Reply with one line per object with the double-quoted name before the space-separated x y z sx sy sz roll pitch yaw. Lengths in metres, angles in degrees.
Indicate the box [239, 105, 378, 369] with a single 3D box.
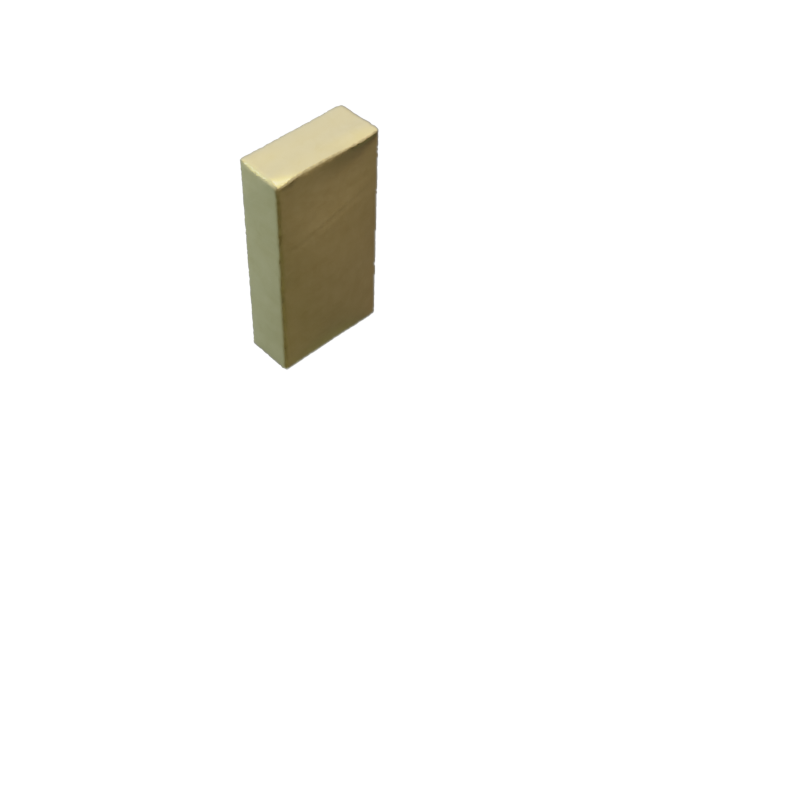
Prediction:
"box" -0.061 -0.112 0.785 0.094 0.164 0.051 -35 59 -29
